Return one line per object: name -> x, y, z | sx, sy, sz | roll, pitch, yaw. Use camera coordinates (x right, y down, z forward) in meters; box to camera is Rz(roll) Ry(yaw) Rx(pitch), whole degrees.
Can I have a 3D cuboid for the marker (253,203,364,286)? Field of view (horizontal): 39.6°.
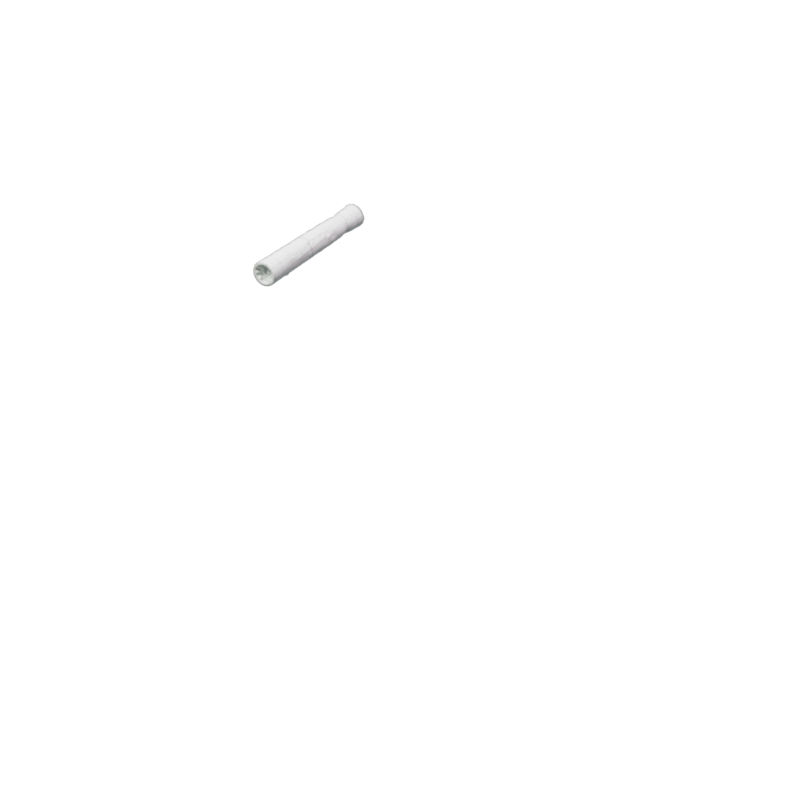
marker -> -0.063, -0.114, 0.801 | 0.020, 0.019, 0.122 | 2, 29, 34
